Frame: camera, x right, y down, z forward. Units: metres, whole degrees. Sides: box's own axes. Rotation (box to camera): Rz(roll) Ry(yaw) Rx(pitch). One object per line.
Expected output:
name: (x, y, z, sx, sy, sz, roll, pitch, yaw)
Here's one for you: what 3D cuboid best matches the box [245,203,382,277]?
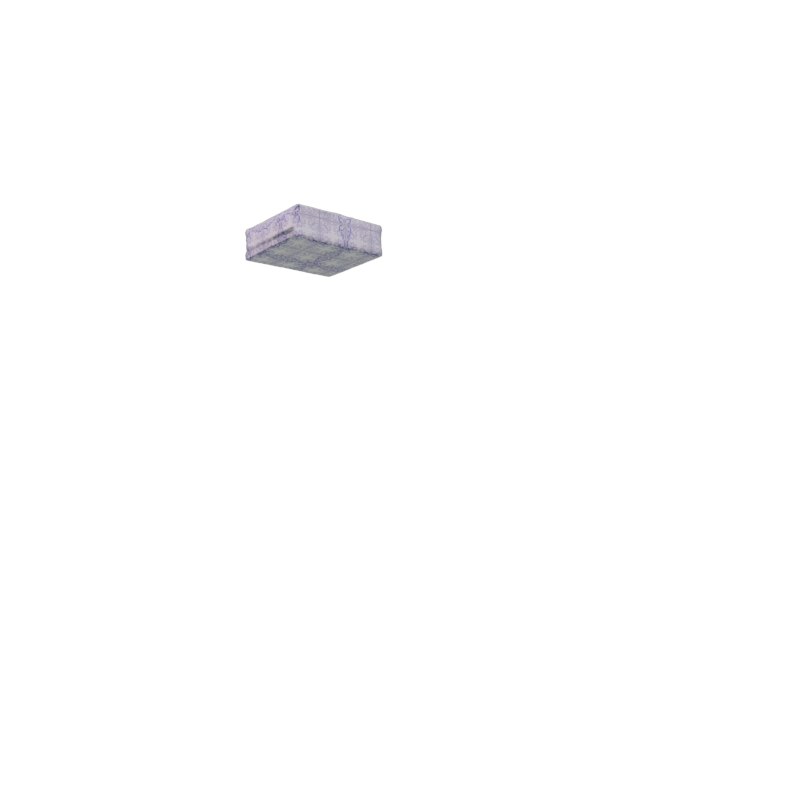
box: (-0.071, -0.129, 0.905, 0.085, 0.031, 0.074, 10, -16, -37)
